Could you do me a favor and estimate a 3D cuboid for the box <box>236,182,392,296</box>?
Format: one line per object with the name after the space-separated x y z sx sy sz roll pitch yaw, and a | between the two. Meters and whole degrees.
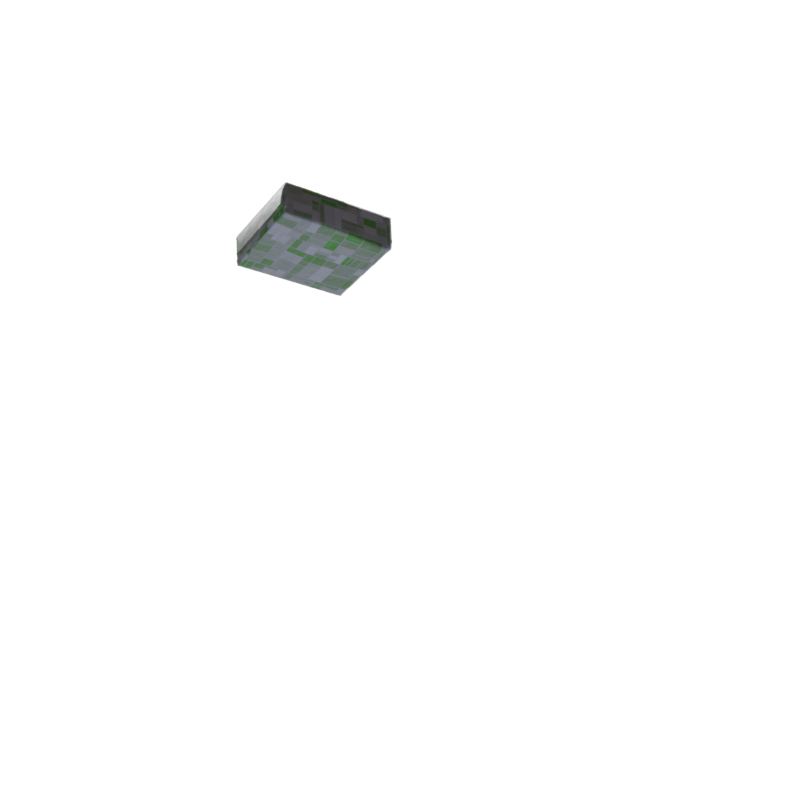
-0.077 -0.141 0.987 0.108 0.041 0.088 18 -35 -28 | box
